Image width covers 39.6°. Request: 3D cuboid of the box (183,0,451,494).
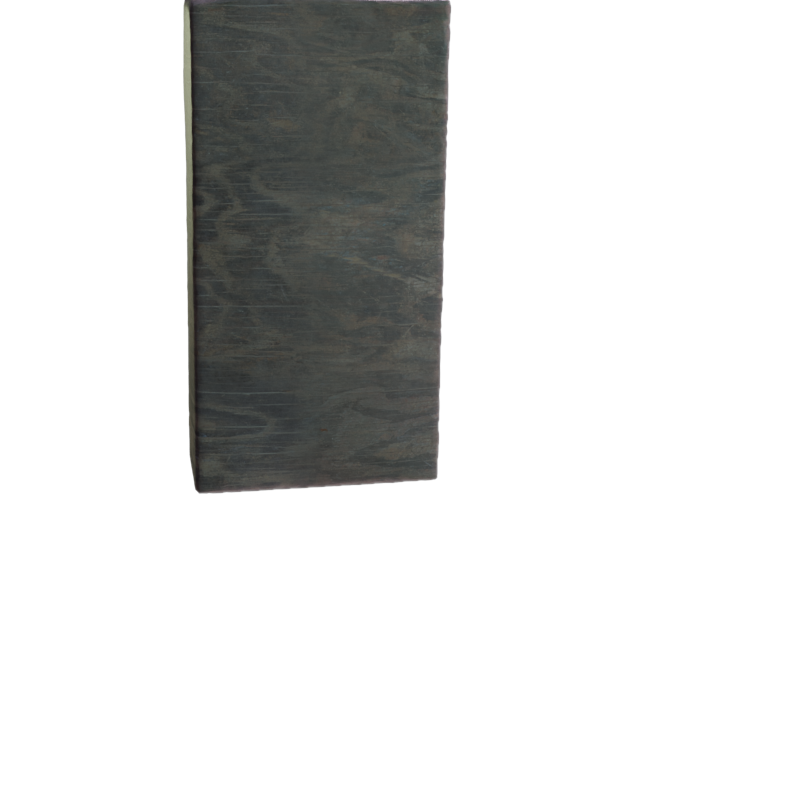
[{"bbox_3d":[-0.032,-0.058,0.406,0.092,0.171,0.050,-2,14,-11],"label":"box"}]
